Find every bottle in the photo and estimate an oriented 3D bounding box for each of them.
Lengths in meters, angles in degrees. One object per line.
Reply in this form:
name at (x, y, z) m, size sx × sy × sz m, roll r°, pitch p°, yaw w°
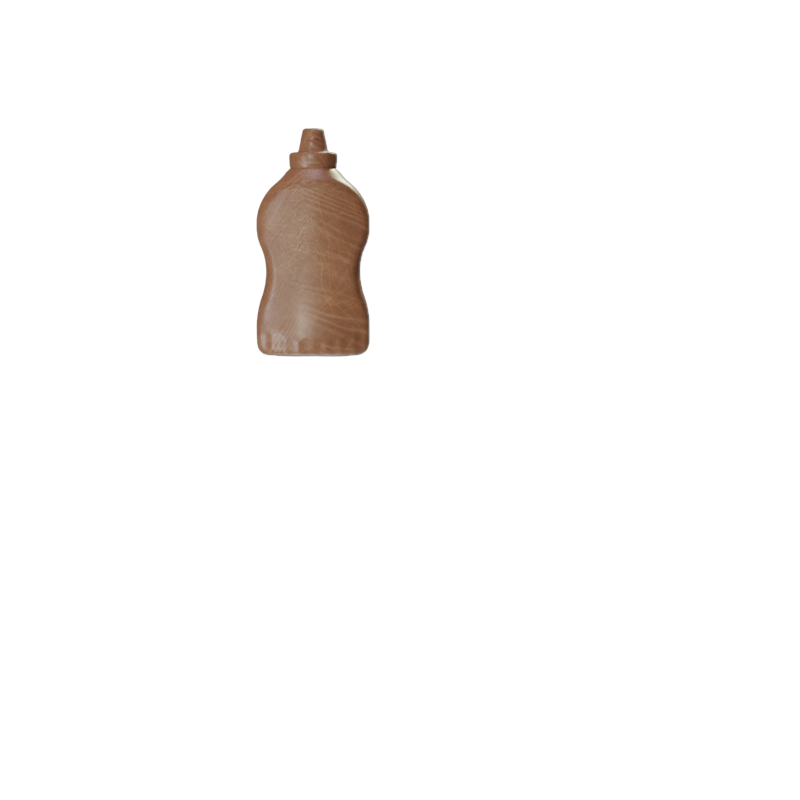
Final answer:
bottle at (-0.074, -0.135, 0.944) m, size 0.096 × 0.191 × 0.058 m, roll 0°, pitch 2°, yaw 2°
